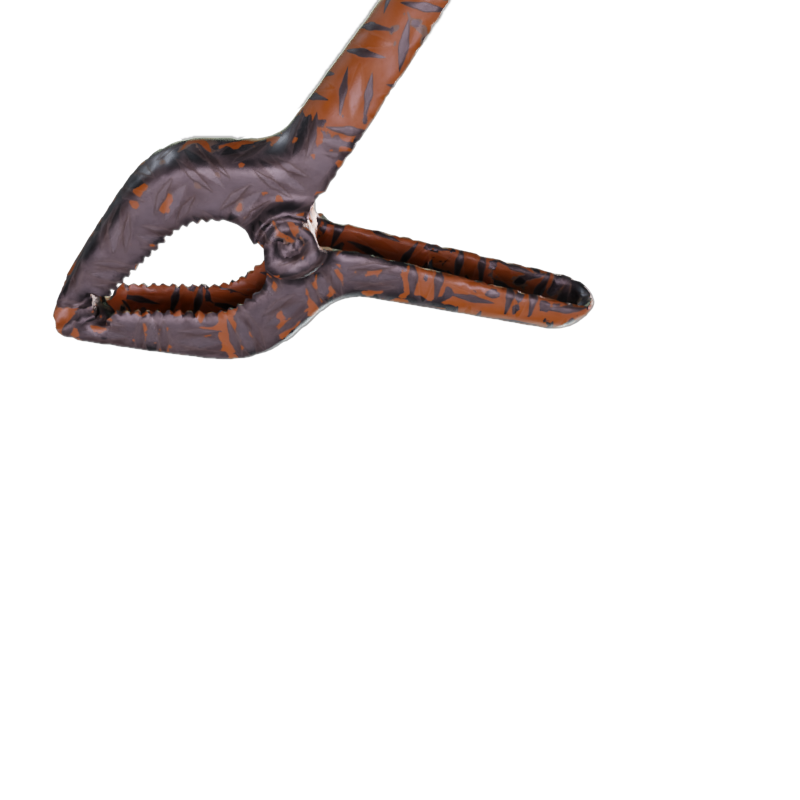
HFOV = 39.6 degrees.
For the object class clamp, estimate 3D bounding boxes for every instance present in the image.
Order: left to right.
[{"bbox_3d":[-0.034,-0.062,0.436,0.210,0.155,0.039,-25,26,13],"label":"clamp"}]
